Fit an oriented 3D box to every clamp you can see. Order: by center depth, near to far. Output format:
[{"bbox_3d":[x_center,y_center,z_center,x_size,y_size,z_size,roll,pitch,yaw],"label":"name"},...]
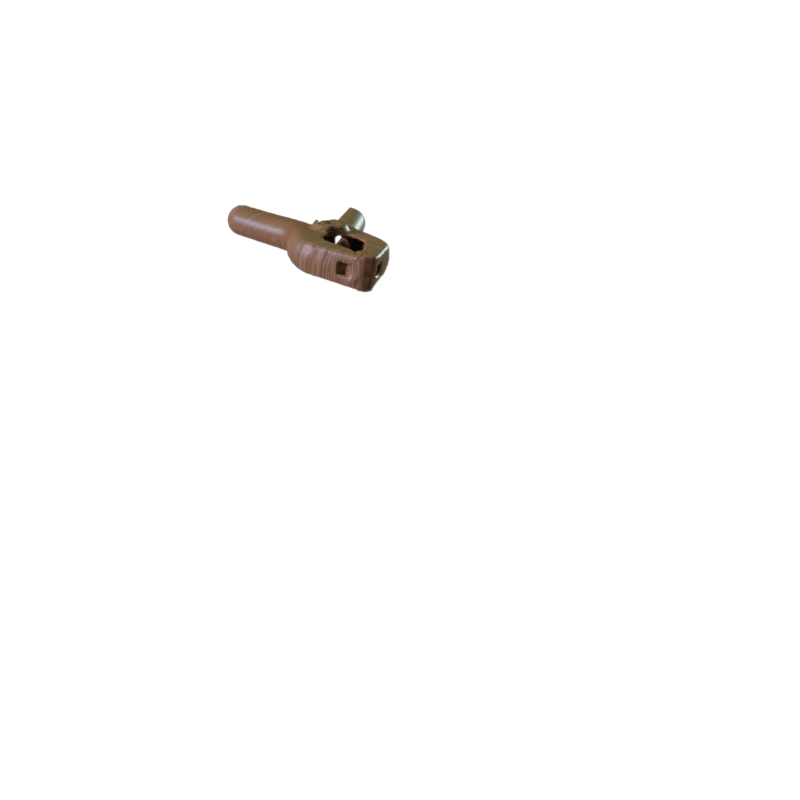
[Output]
[{"bbox_3d":[-0.069,-0.125,0.875,0.118,0.038,0.181,-5,21,-14],"label":"clamp"}]
